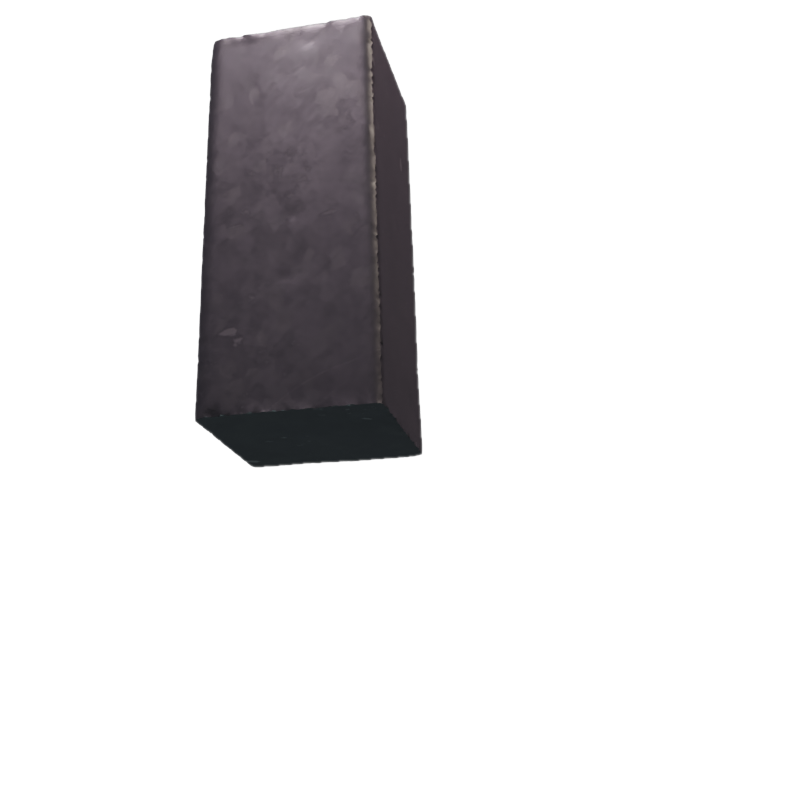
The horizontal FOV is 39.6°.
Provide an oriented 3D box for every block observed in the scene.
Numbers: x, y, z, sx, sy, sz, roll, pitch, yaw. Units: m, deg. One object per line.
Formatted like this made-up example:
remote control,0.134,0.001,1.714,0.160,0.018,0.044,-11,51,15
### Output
block,-0.045,-0.081,0.565,0.091,0.218,0.085,-7,-25,12
